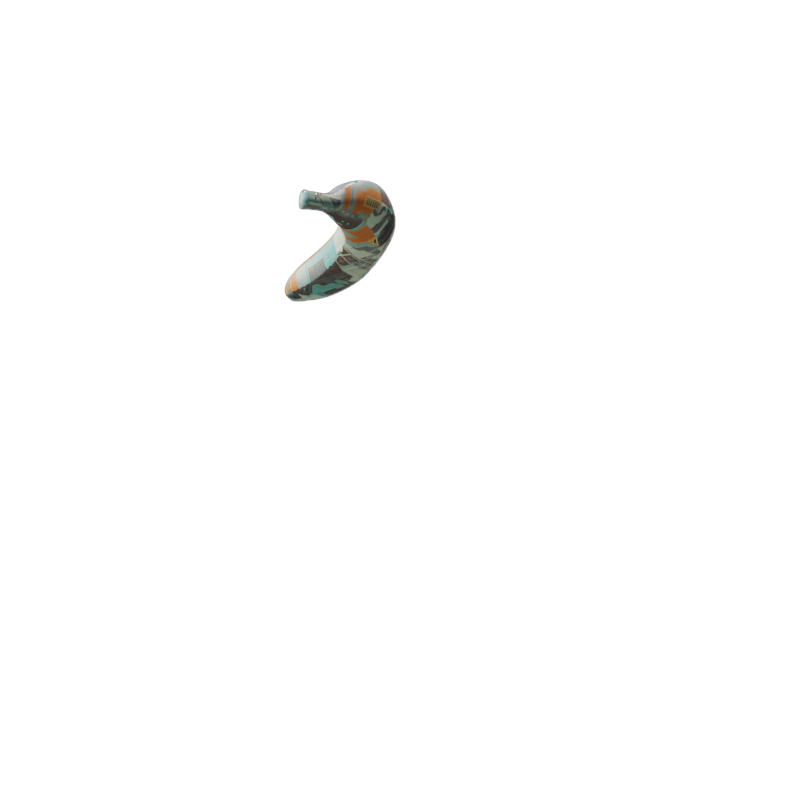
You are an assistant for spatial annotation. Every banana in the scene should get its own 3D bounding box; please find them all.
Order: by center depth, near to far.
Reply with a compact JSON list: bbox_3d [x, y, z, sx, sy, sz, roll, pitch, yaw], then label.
[{"bbox_3d":[-0.041,-0.110,0.764,0.069,0.038,0.191,2,-15,-7],"label":"banana"}]
